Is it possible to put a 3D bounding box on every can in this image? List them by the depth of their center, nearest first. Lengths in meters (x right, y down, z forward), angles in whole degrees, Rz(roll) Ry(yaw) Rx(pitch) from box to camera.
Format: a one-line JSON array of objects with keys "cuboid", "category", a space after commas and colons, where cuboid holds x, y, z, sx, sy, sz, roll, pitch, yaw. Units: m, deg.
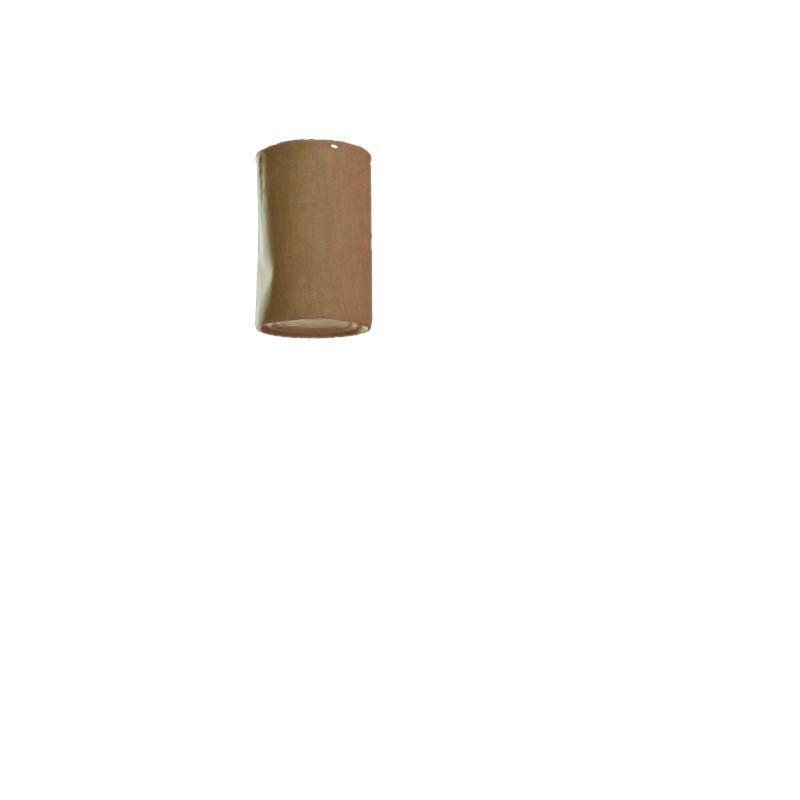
[{"cuboid": [-0.050, -0.091, 0.635, 0.068, 0.105, 0.067, 0, -12, -2], "category": "can"}]
